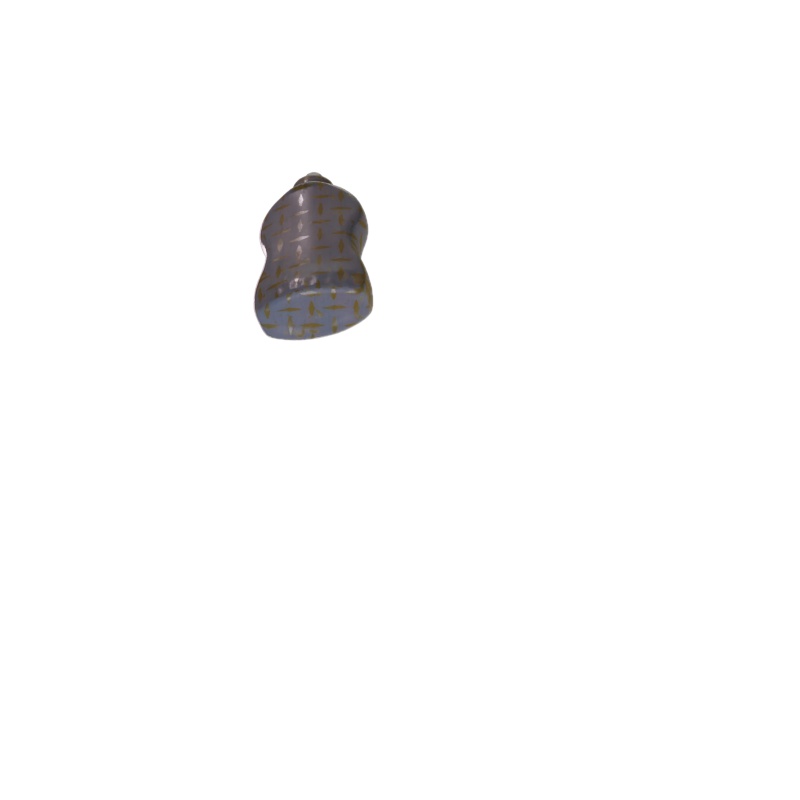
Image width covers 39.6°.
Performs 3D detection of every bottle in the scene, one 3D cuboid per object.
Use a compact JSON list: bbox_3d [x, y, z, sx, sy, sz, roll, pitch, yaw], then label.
[{"bbox_3d":[-0.076,-0.138,0.970,0.097,0.206,0.054,-14,-47,10],"label":"bottle"}]
